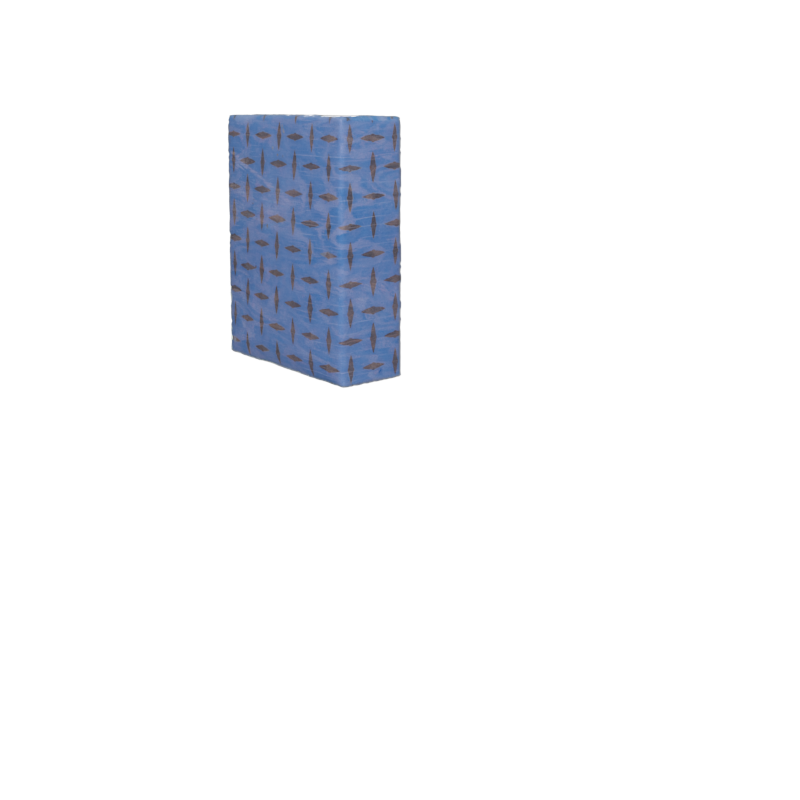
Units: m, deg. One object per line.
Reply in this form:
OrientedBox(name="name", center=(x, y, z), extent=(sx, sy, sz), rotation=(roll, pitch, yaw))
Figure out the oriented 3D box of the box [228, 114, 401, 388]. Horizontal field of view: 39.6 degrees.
OrientedBox(name="box", center=(-0.073, -0.134, 0.937), extent=(0.070, 0.210, 0.173), rotation=(-6, 12, -39))
